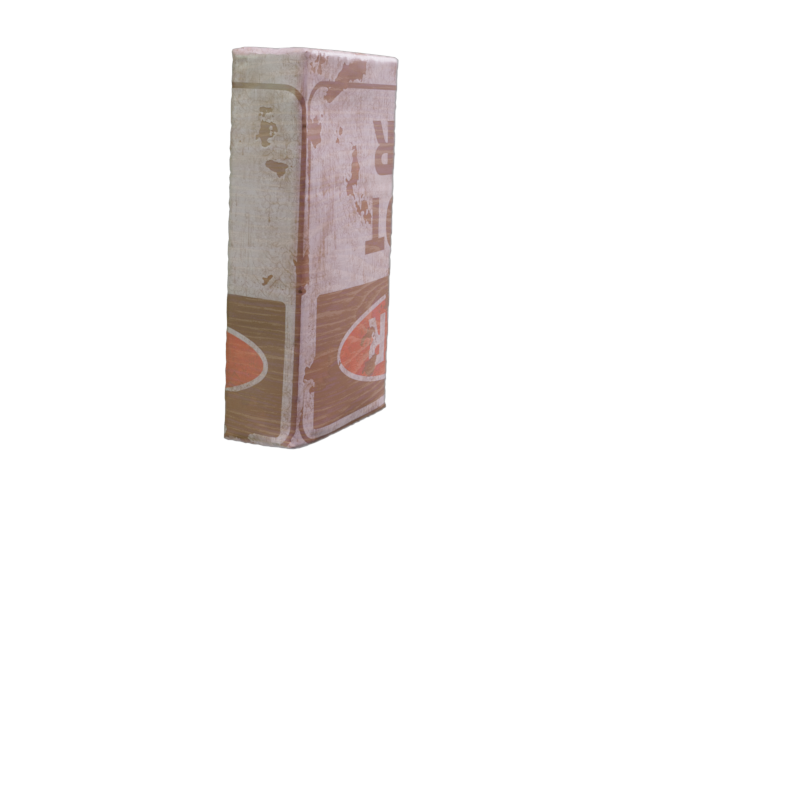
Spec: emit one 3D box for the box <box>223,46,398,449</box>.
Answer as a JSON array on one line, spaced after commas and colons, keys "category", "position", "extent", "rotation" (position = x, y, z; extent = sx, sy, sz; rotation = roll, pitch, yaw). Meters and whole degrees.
[{"category": "box", "position": [-0.041, -0.074, 0.518], "extent": [0.050, 0.174, 0.092], "rotation": [4, 8, 26]}]
